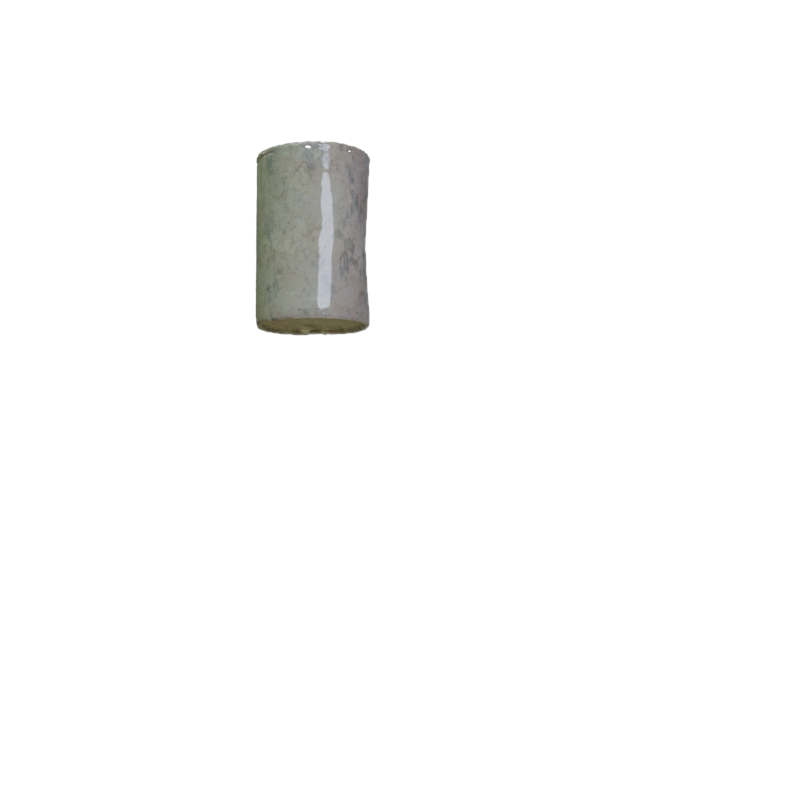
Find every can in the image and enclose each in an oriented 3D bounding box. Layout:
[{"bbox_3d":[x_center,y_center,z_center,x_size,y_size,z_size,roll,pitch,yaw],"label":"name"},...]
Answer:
[{"bbox_3d":[-0.051,-0.093,0.651,0.068,0.105,0.067,0,-11,-2],"label":"can"}]
